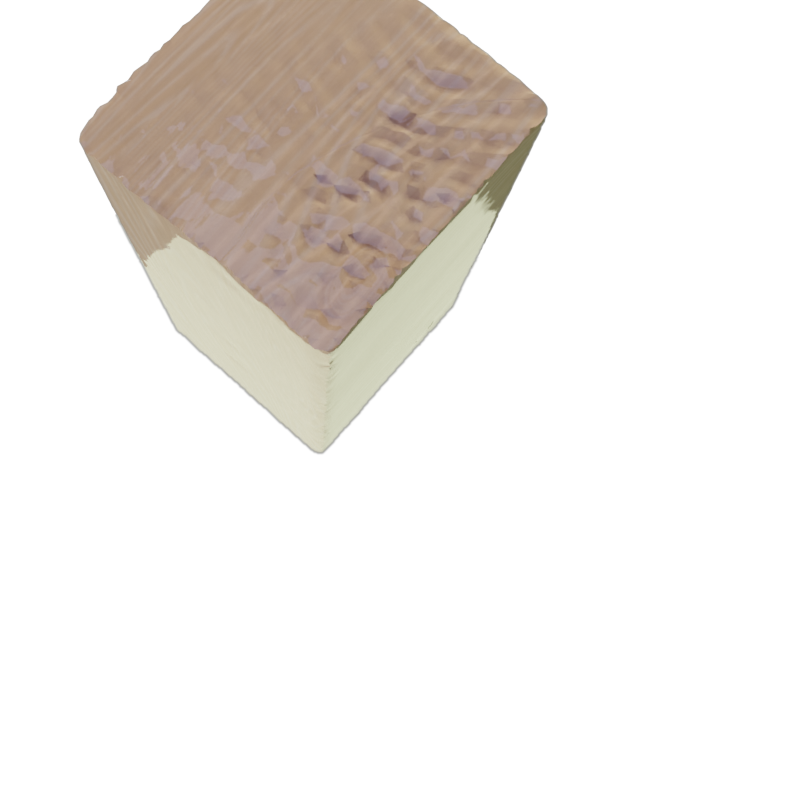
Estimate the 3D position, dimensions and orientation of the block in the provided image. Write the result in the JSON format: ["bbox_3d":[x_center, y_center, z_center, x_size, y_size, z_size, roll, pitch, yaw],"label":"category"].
[{"bbox_3d":[-0.030,-0.055,0.381,0.092,0.092,0.200,41,-10,4],"label":"block"}]
